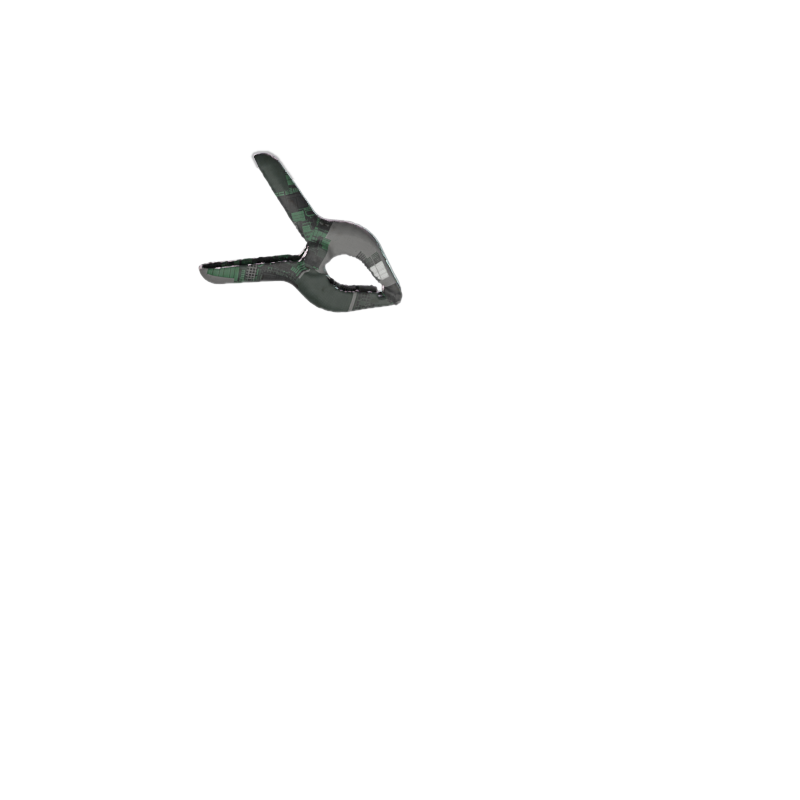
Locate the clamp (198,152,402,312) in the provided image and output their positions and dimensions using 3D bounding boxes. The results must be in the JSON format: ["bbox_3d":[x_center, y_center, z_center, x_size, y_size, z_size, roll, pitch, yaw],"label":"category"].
[{"bbox_3d":[-0.073,-0.133,0.932,0.169,0.116,0.041,17,21,-7],"label":"clamp"}]
